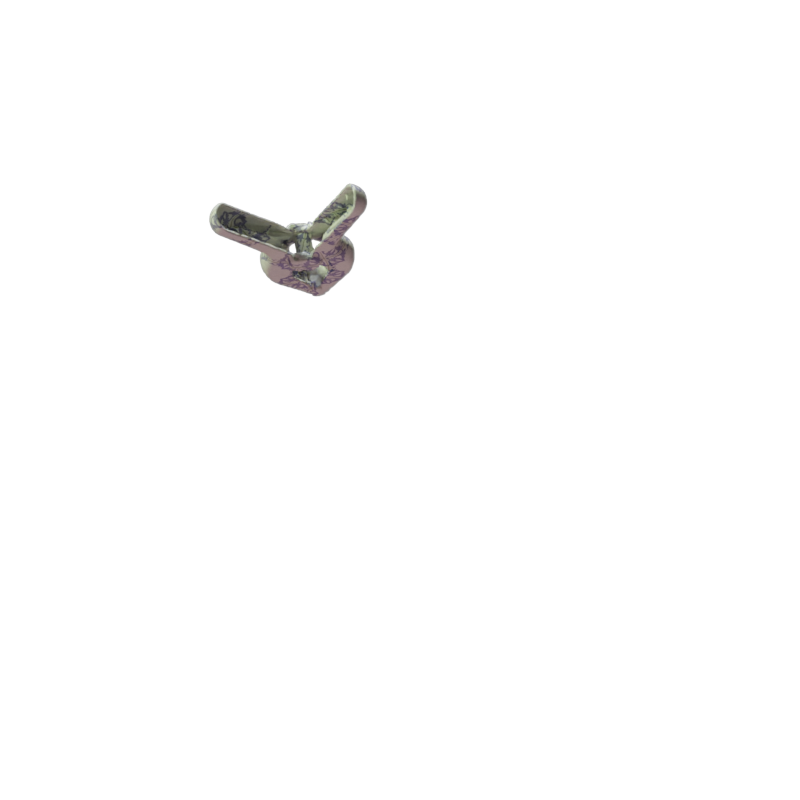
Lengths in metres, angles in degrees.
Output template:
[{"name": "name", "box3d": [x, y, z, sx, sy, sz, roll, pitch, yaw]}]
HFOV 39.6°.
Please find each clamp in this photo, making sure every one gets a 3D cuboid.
[{"name": "clamp", "box3d": [-0.070, -0.129, 0.900, 0.122, 0.041, 0.162, -4, -14, 15]}]
